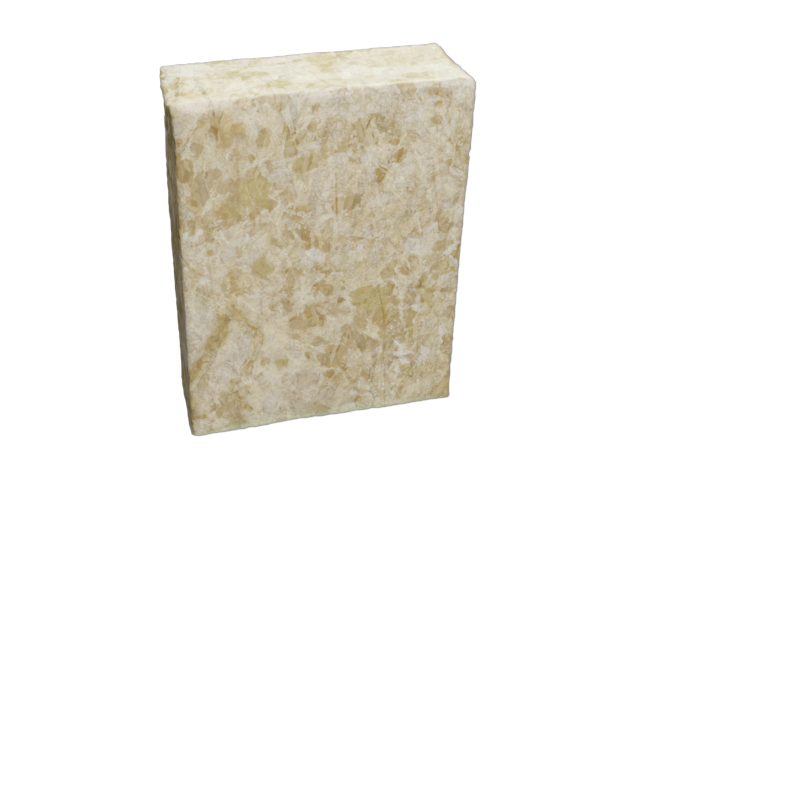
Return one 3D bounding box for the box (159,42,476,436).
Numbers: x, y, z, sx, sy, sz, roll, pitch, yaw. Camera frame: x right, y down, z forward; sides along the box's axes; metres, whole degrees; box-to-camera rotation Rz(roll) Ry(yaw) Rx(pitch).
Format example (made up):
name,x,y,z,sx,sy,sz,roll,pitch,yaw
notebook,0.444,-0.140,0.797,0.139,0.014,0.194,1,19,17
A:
name,x,y,z,sx,sy,sz,roll,pitch,yaw
box,-0.051,-0.092,0.645,0.162,0.201,0.077,-7,33,-13
